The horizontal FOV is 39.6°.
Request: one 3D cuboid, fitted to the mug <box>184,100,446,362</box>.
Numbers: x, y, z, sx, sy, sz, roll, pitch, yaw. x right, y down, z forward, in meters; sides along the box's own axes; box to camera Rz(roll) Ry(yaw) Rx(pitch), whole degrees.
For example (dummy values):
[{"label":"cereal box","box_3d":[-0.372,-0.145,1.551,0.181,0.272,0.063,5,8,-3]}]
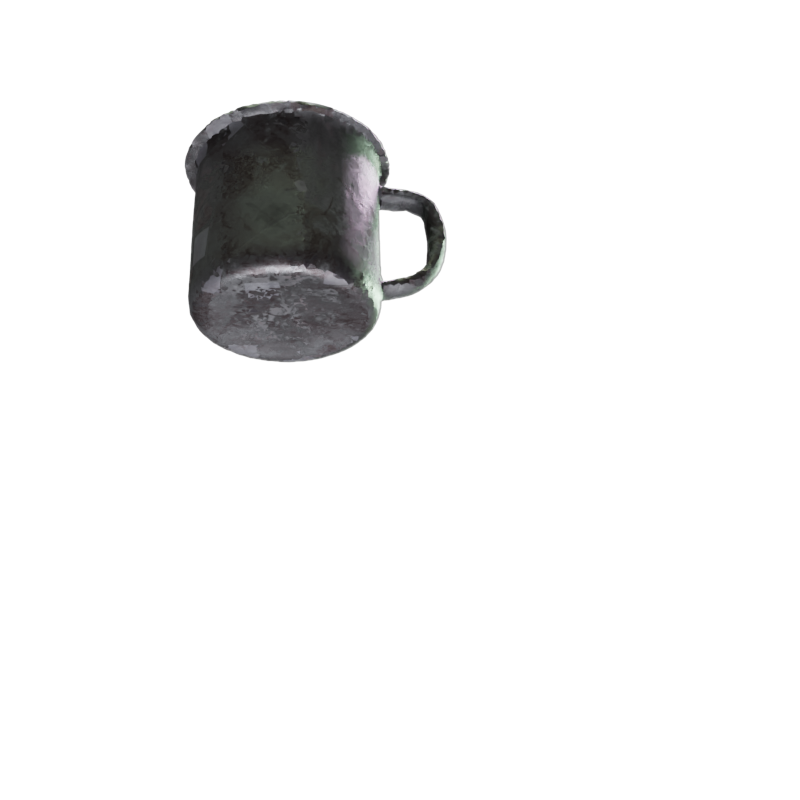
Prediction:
[{"label":"mug","box_3d":[-0.038,-0.069,0.485,0.116,0.087,0.088,3,-31,-6]}]
